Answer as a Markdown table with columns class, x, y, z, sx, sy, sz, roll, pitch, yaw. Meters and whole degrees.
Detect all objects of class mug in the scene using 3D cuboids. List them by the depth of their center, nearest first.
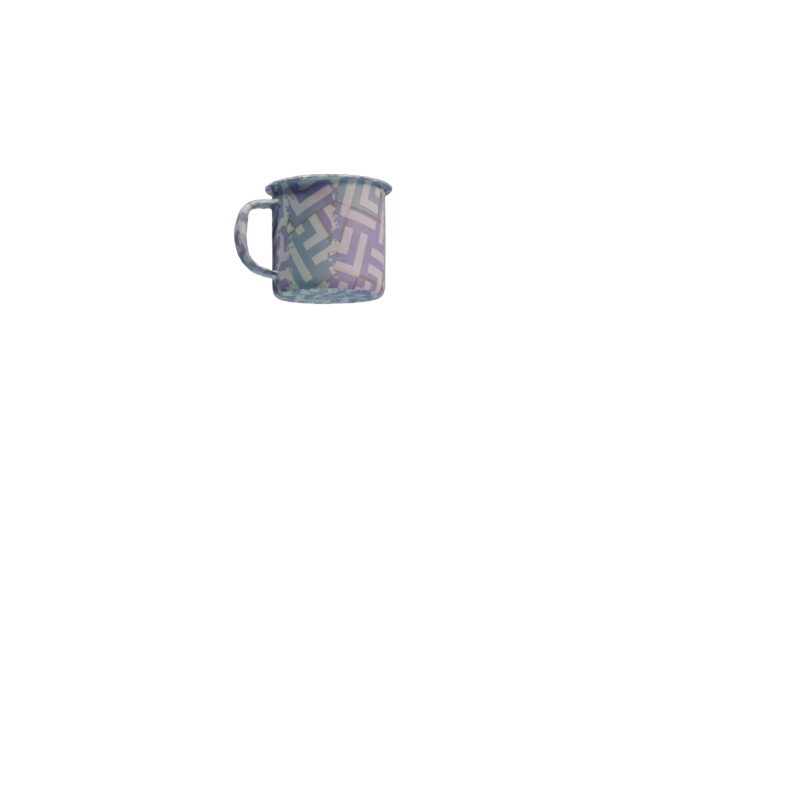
| class | x | y | z | sx | sy | sz | roll | pitch | yaw |
| --- | --- | --- | --- | --- | --- | --- | --- | --- | --- |
| mug | -0.062 | -0.114 | 0.797 | 0.113 | 0.083 | 0.095 | 2 | -6 | -25 |
